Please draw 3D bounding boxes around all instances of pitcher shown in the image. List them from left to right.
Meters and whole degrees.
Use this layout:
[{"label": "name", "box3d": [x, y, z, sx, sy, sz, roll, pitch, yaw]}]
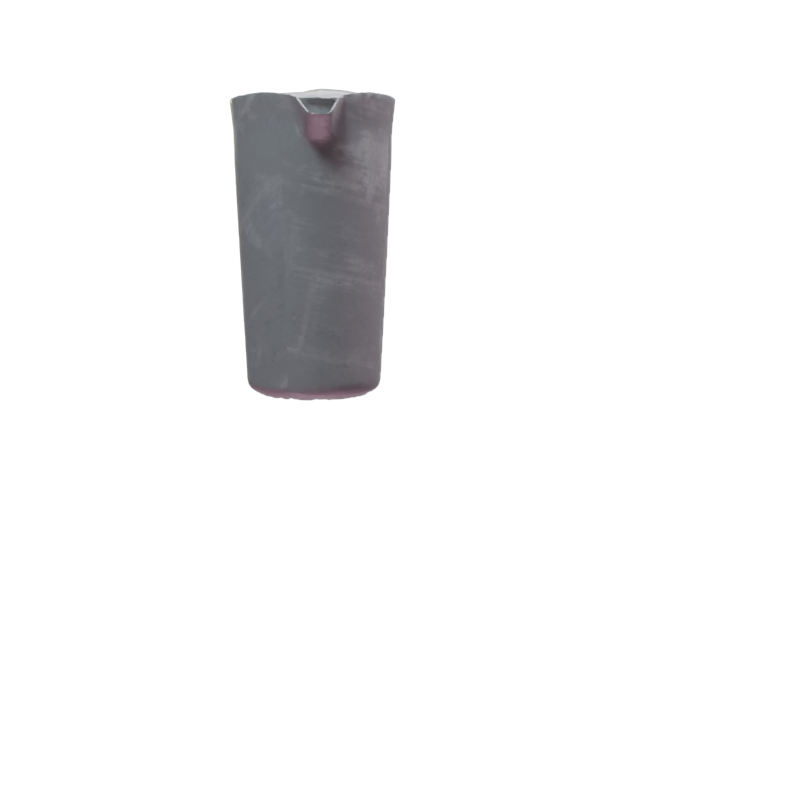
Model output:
[{"label": "pitcher", "box3d": [-0.071, -0.129, 0.907, 0.151, 0.242, 0.144, 2, 4, 38]}]
